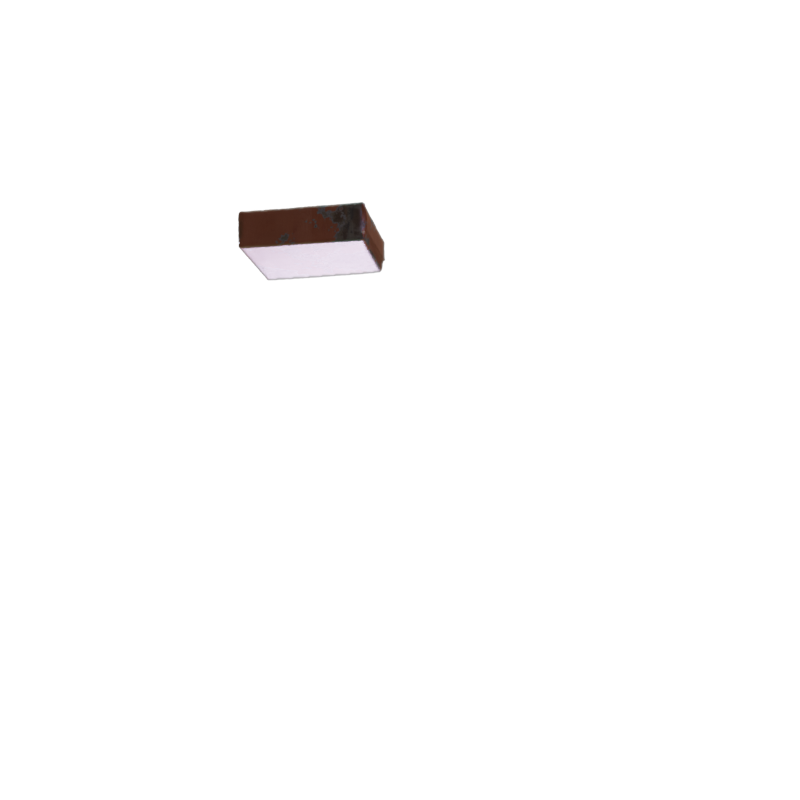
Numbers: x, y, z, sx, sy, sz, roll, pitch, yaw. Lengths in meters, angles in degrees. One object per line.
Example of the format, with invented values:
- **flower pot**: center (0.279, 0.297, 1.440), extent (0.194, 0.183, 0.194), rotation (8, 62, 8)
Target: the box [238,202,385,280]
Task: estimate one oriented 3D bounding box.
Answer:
- **box**: center (-0.060, -0.110, 0.773), extent (0.090, 0.031, 0.069), rotation (-3, -14, 12)
